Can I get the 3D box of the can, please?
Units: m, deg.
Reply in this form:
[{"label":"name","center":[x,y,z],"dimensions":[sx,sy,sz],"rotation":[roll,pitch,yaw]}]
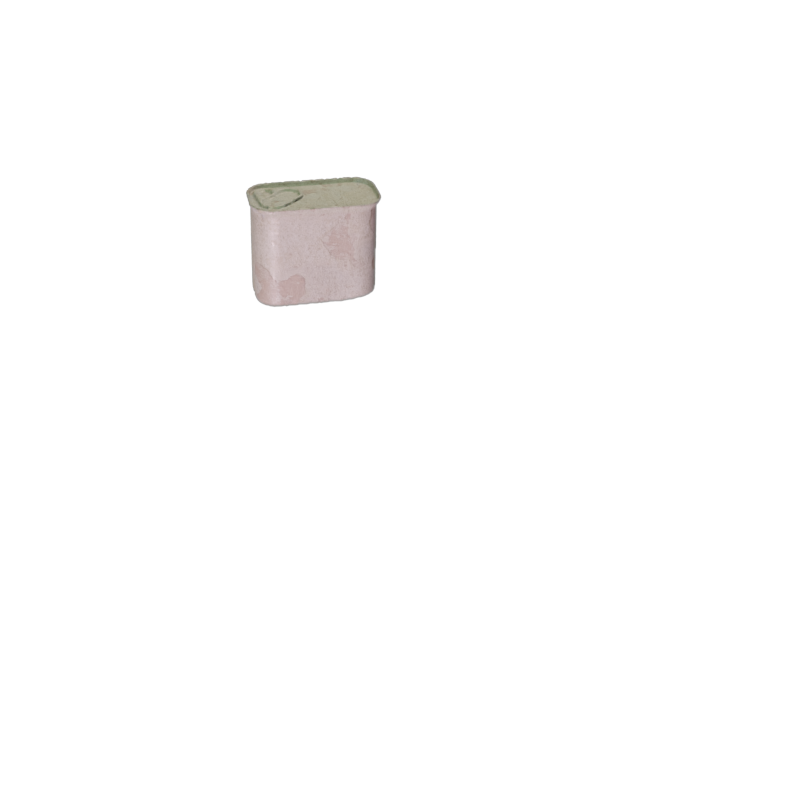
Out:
[{"label":"can","center":[-0.068,-0.124,0.871],"dimensions":[0.101,0.079,0.062],"rotation":[-5,29,-11]}]
